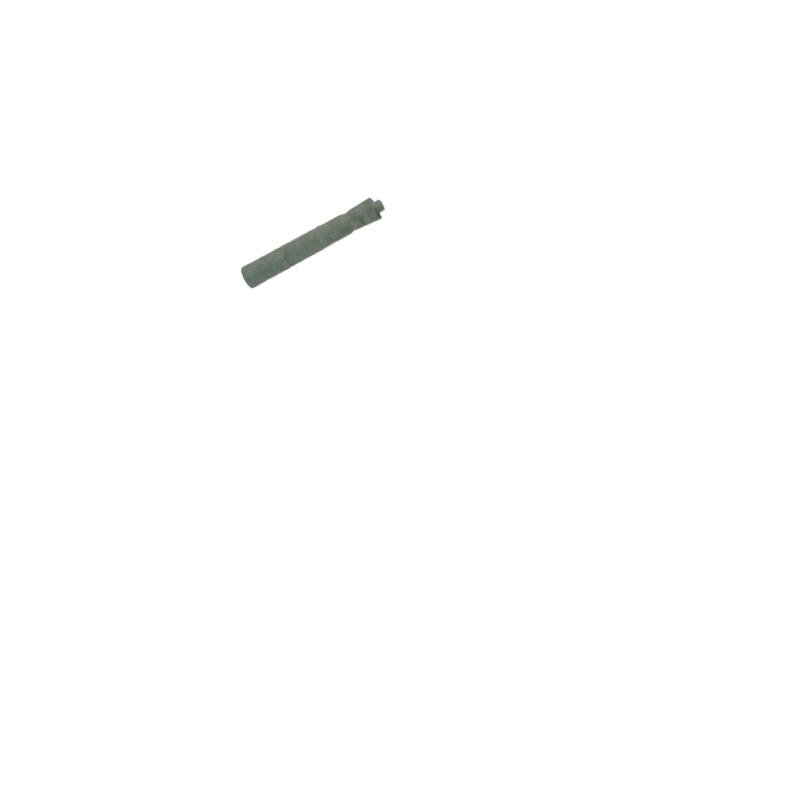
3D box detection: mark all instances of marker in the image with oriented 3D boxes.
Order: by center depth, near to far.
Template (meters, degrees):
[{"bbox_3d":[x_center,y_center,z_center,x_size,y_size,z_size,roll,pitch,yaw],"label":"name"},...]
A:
[{"bbox_3d":[-0.066,-0.121,0.846,0.121,0.020,0.019,-27,-2,13],"label":"marker"}]
